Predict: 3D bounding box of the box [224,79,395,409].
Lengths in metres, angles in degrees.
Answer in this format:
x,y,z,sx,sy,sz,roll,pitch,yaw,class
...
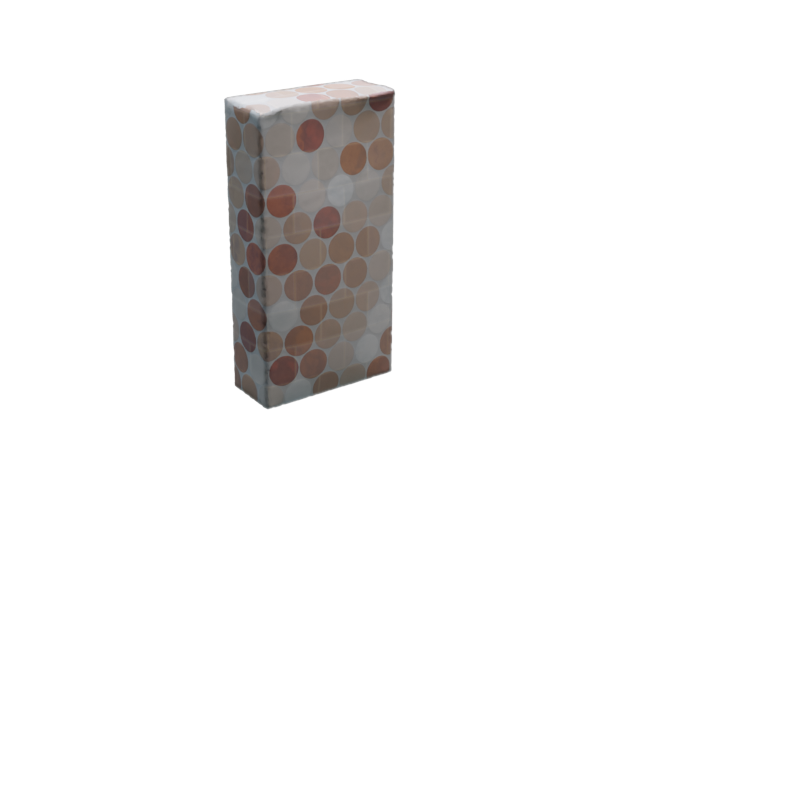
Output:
x,y,z,sx,sy,sz,roll,pitch,yaw,class
-0.050,-0.092,0.642,0.092,0.168,0.051,-15,28,-33,box
